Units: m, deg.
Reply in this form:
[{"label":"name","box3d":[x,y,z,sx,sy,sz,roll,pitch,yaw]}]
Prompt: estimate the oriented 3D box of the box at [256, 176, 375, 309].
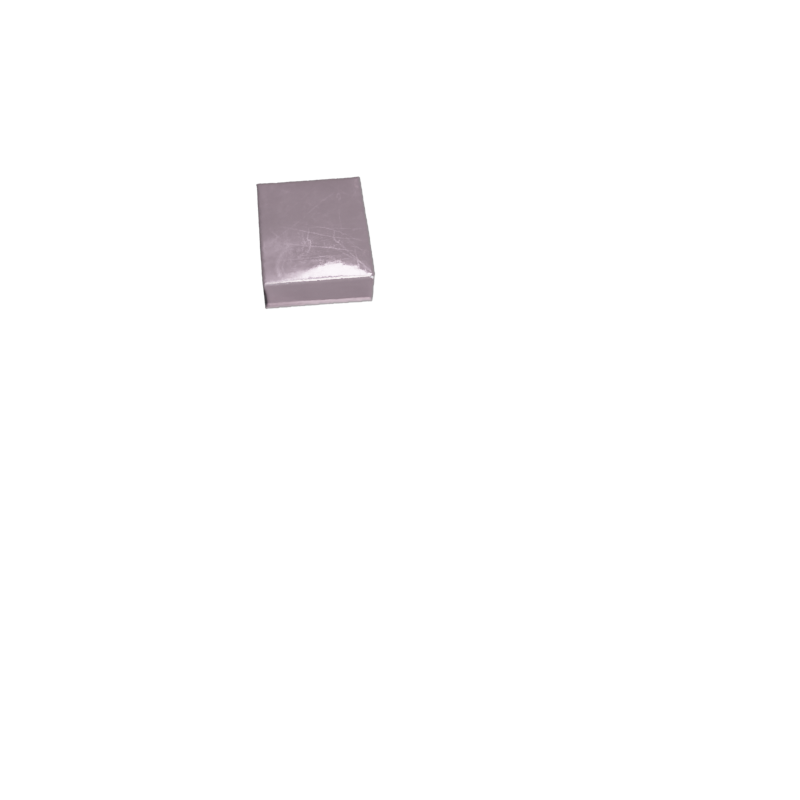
[{"label":"box","box3d":[-0.072,-0.131,0.919,0.089,0.122,0.036,-5,-38,-4]}]
